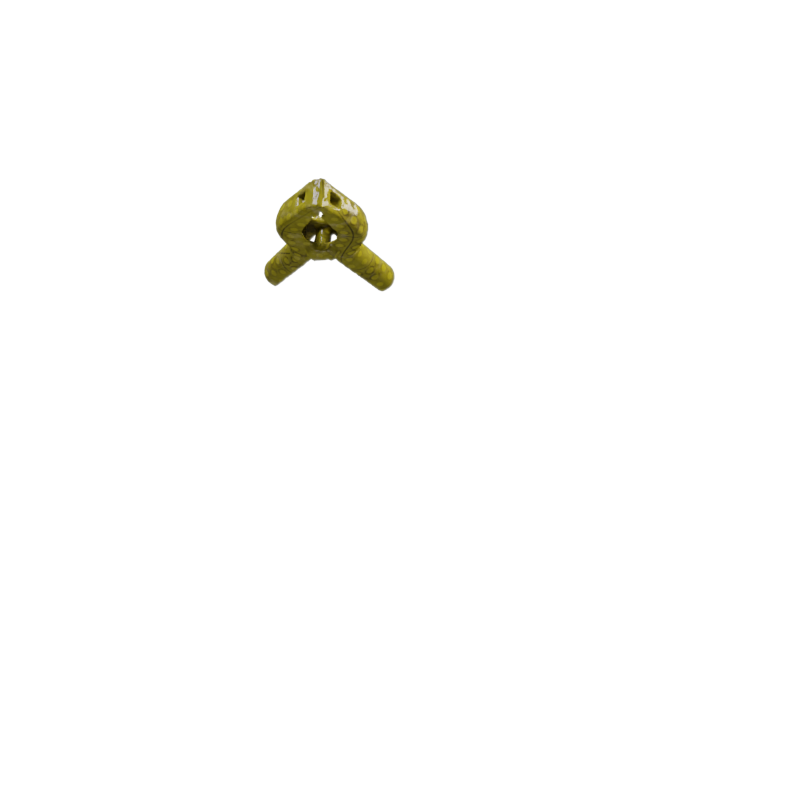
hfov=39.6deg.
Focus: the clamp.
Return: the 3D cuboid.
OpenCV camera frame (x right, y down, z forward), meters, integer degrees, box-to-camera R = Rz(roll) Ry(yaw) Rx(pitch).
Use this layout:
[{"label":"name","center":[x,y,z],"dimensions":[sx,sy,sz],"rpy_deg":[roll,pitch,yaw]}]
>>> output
[{"label":"clamp","center":[-0.077,-0.140,0.977],"dimensions":[0.121,0.042,0.160],"rpy_deg":[-5,-25,10]}]
